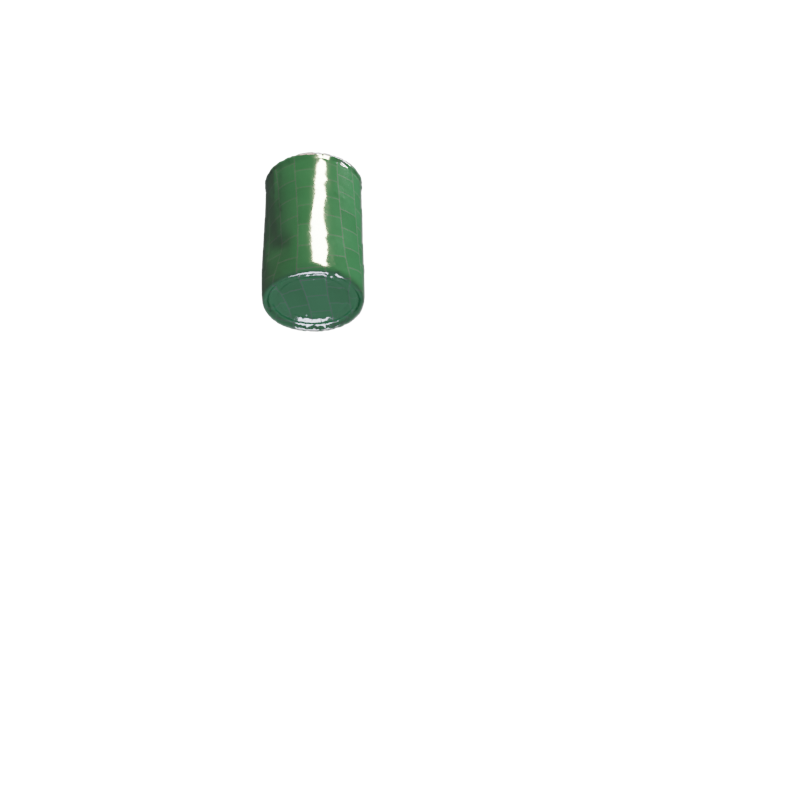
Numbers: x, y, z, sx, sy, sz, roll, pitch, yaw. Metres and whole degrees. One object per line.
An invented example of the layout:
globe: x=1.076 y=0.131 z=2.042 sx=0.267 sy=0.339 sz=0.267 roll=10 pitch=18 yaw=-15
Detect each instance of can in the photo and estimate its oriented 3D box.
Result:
can: x=-0.058 y=-0.106 z=0.742 sx=0.068 sy=0.109 sz=0.064 roll=-1 pitch=-36 yaw=-2
